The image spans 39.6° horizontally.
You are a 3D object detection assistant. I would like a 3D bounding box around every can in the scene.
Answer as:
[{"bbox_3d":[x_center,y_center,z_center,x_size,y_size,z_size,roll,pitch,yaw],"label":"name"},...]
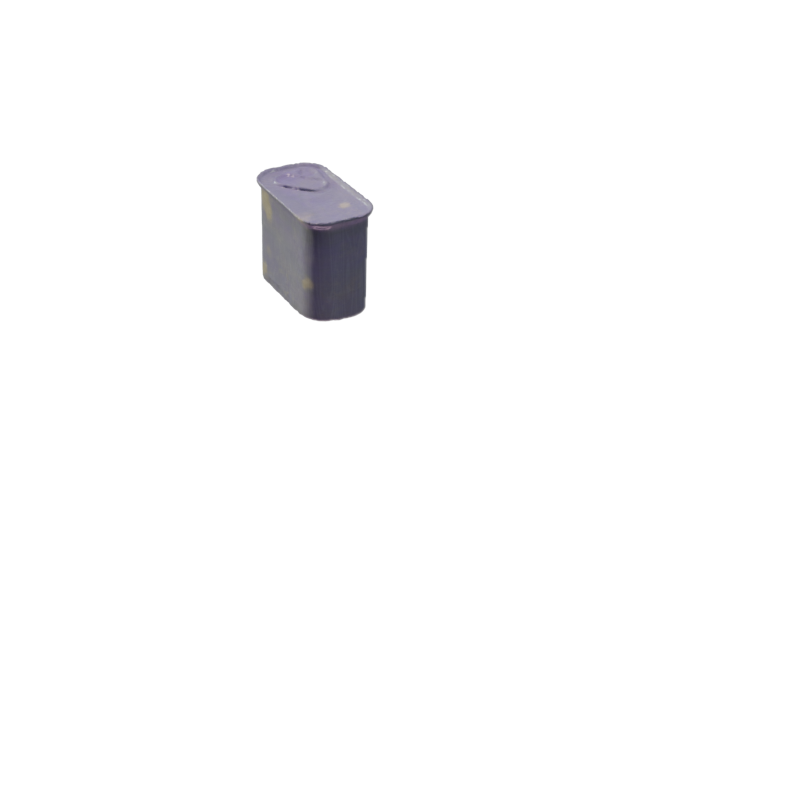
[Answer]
[{"bbox_3d":[-0.064,-0.117,0.818,0.057,0.079,0.110,-15,36,-25],"label":"can"}]
